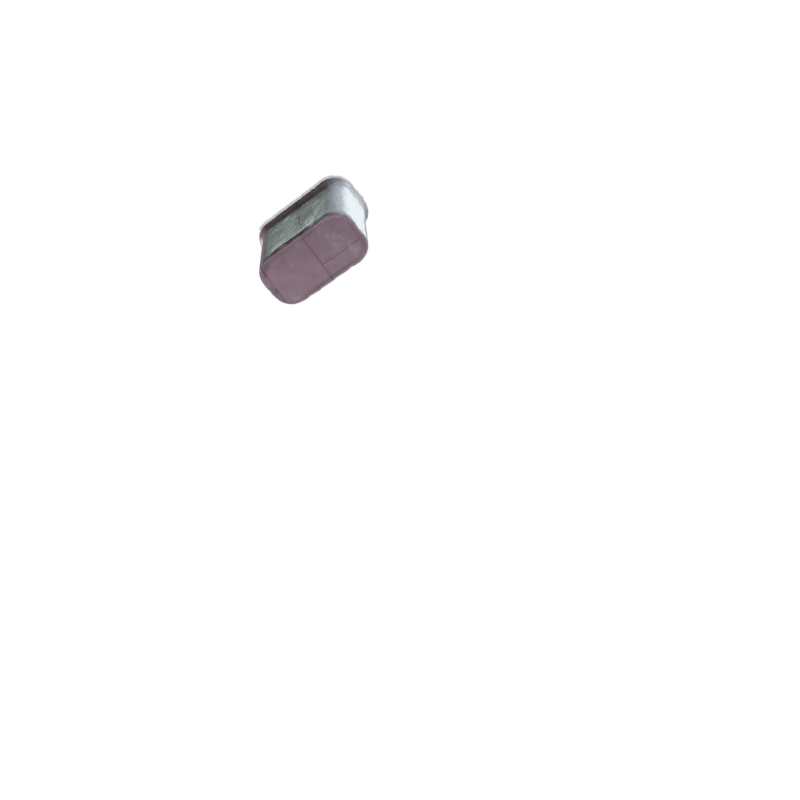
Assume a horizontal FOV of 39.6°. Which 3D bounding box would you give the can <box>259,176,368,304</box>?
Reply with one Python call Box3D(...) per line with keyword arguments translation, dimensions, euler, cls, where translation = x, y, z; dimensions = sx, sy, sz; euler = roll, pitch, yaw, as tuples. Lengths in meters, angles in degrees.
Box3D(translation=(-0.076, -0.139, 0.974), dimensions=(0.101, 0.055, 0.089), euler=(-35, 24, 14), cls="can")
